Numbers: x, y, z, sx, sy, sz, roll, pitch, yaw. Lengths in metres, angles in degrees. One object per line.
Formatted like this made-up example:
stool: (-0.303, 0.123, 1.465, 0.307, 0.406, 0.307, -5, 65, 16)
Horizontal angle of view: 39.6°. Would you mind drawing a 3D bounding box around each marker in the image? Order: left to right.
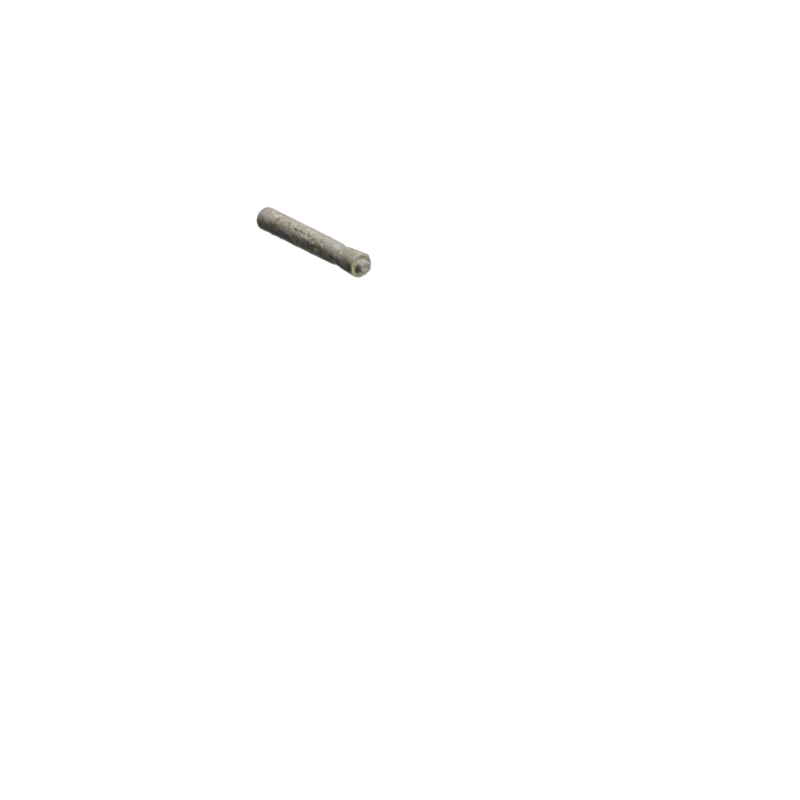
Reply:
marker: (-0.065, -0.119, 0.832, 0.019, 0.019, 0.129, -3, 25, -42)
